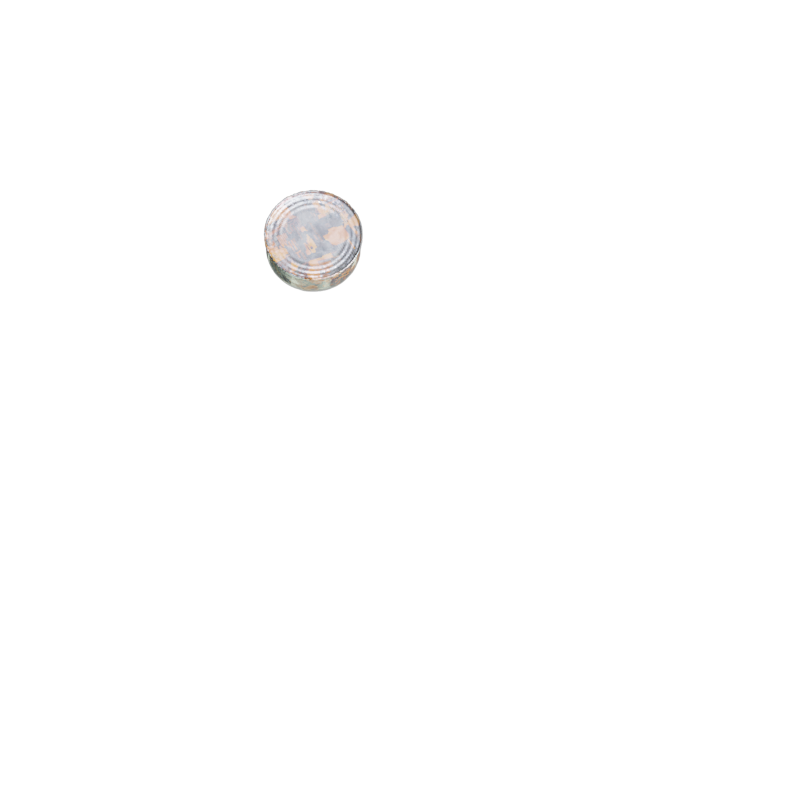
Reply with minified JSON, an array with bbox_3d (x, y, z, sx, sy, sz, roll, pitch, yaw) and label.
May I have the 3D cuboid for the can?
[{"bbox_3d":[-0.076,-0.139,0.974,0.086,0.091,0.032,-1,-23,-1],"label":"can"}]
